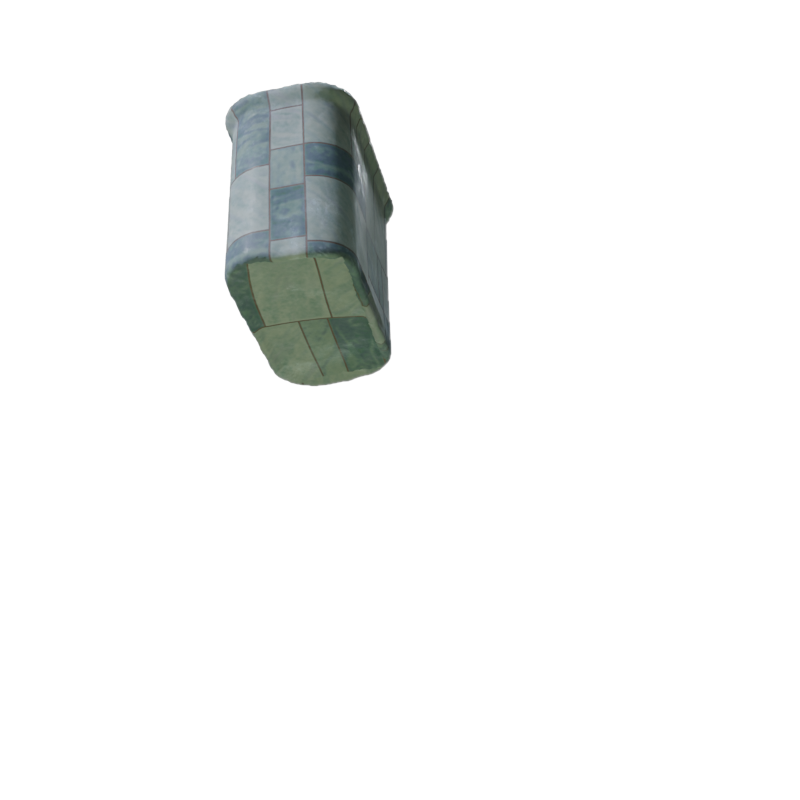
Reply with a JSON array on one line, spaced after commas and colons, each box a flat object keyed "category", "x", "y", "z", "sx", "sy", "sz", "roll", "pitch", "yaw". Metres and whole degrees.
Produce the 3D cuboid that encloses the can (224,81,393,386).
[{"category": "can", "x": -0.036, "y": -0.066, "z": 0.463, "sx": 0.058, "sy": 0.090, "sz": 0.094, "roll": -9, "pitch": -33, "yaw": 10}]
